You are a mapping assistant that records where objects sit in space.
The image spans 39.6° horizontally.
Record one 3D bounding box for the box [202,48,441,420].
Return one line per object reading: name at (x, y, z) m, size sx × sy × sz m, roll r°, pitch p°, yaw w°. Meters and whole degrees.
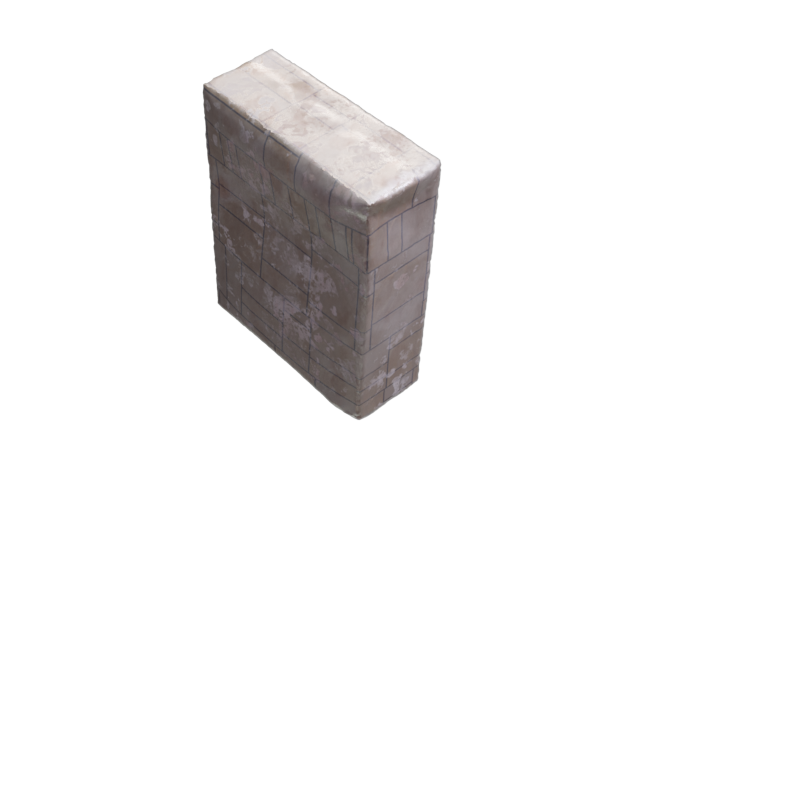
box at (-0.061, -0.110, 0.773) m, size 0.072 × 0.199 × 0.175 m, roll -33°, pitch 57°, yaw -29°
